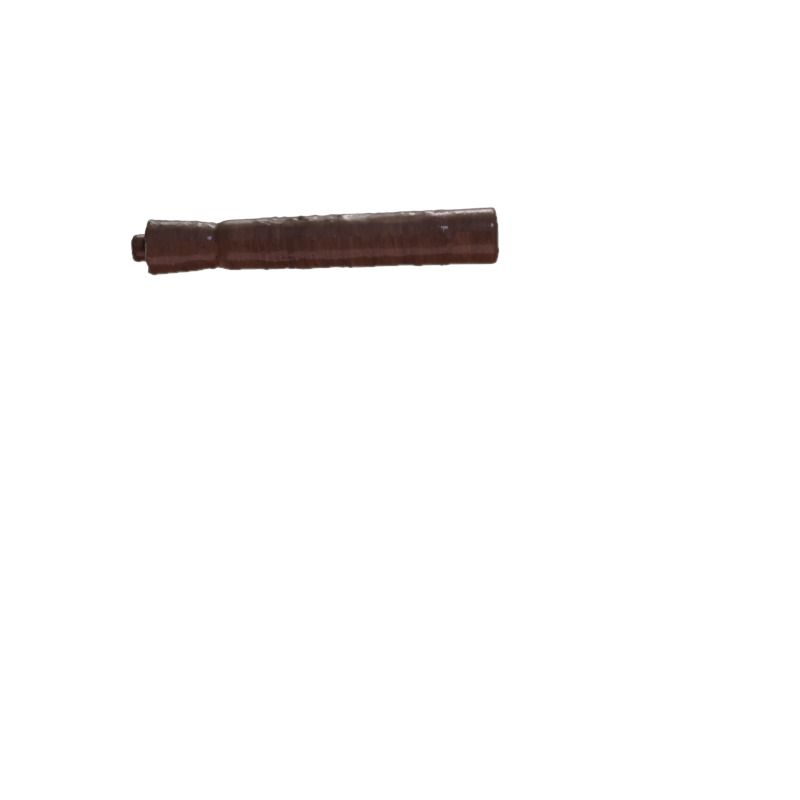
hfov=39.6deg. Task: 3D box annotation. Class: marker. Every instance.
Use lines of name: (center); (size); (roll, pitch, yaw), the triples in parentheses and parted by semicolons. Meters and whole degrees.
marker: (-0.029, -0.053, 0.369); (0.121, 0.020, 0.020); (-2, 4, 3)
